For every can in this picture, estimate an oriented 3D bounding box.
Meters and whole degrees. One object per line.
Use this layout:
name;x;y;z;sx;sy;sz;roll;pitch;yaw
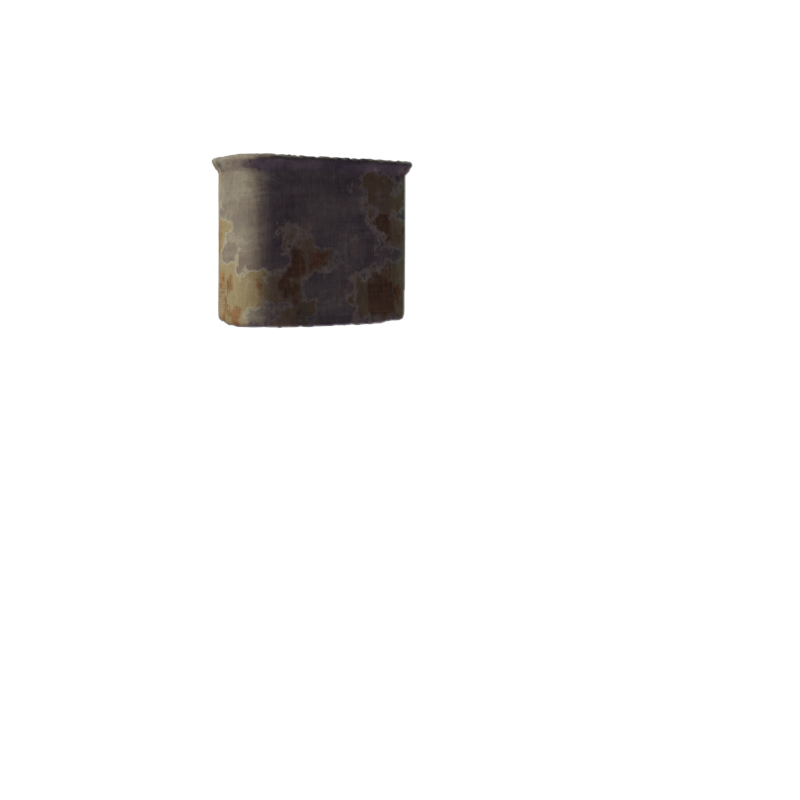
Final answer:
can;-0.044;-0.081;0.569;0.098;0.084;0.060;-3;3;-32
